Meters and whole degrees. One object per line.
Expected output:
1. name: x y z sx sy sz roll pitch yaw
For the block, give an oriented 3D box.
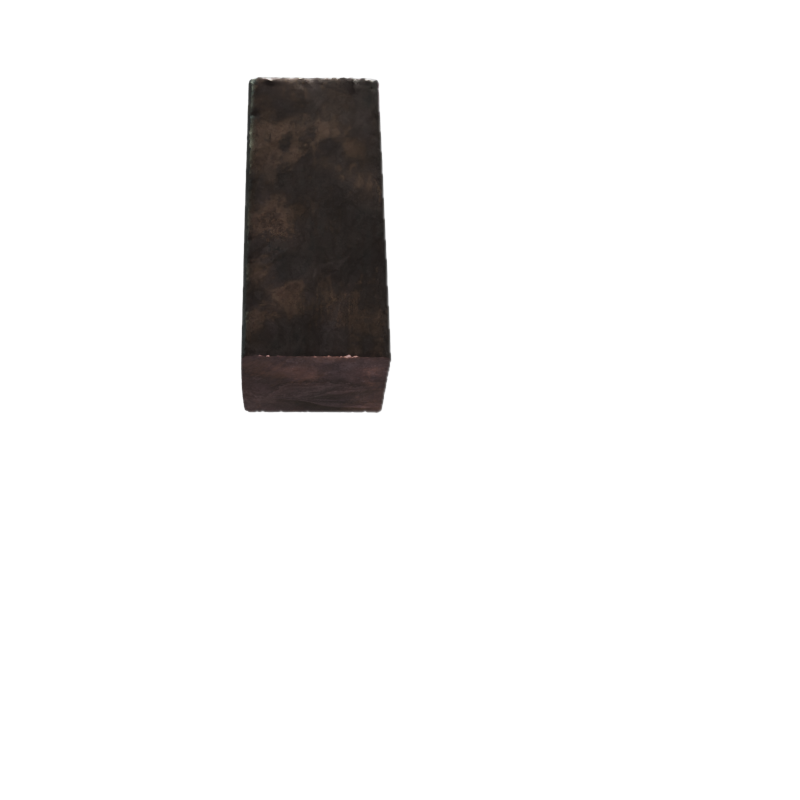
1. block: -0.058 -0.105 0.733 0.090 0.219 0.085 0 -28 -4
